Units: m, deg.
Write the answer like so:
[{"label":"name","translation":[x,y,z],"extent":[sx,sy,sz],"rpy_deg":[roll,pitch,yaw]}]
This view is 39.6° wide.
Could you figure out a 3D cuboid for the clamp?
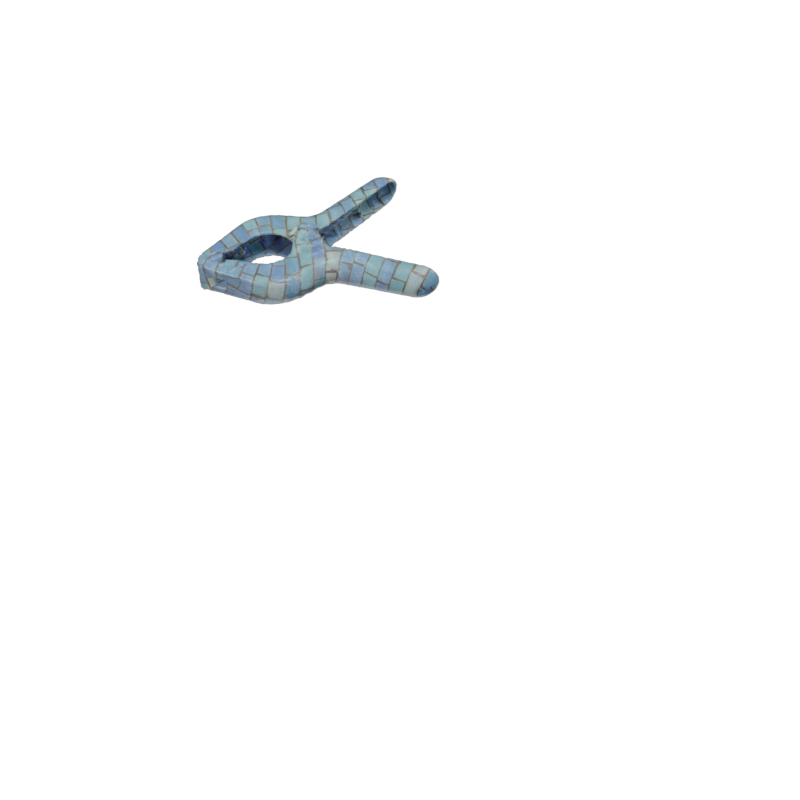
[{"label":"clamp","translation":[-0.064,-0.118,0.823],"extent":[0.170,0.037,0.129],"rpy_deg":[-4,42,-4]}]
